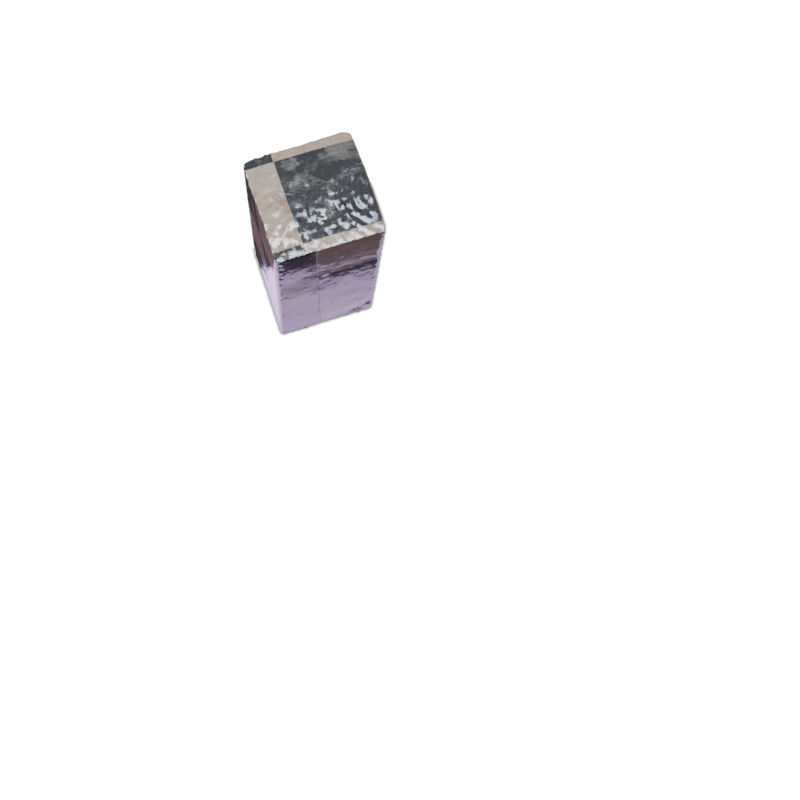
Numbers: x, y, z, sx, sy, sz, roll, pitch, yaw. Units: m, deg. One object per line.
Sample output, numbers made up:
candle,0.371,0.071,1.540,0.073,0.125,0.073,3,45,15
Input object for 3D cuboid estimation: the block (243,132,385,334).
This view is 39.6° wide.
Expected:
block,-0.074,-0.135,0.942,0.090,0.094,0.199,-18,-11,-8
